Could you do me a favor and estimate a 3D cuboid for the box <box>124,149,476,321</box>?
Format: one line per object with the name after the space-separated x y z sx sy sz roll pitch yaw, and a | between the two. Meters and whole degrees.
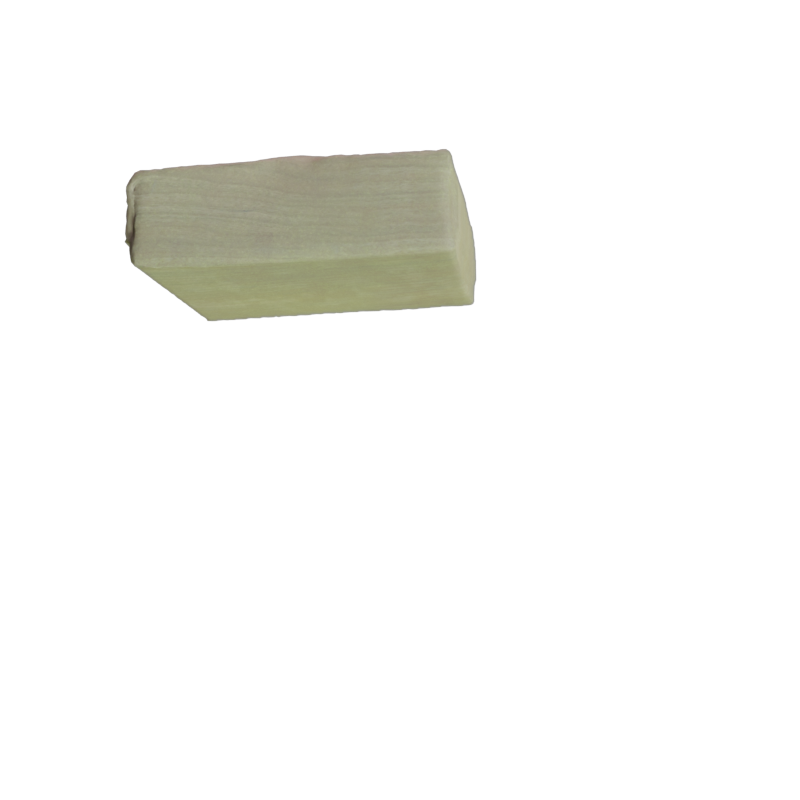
-0.025 -0.046 0.321 0.090 0.031 0.070 -2 -9 10 | box
